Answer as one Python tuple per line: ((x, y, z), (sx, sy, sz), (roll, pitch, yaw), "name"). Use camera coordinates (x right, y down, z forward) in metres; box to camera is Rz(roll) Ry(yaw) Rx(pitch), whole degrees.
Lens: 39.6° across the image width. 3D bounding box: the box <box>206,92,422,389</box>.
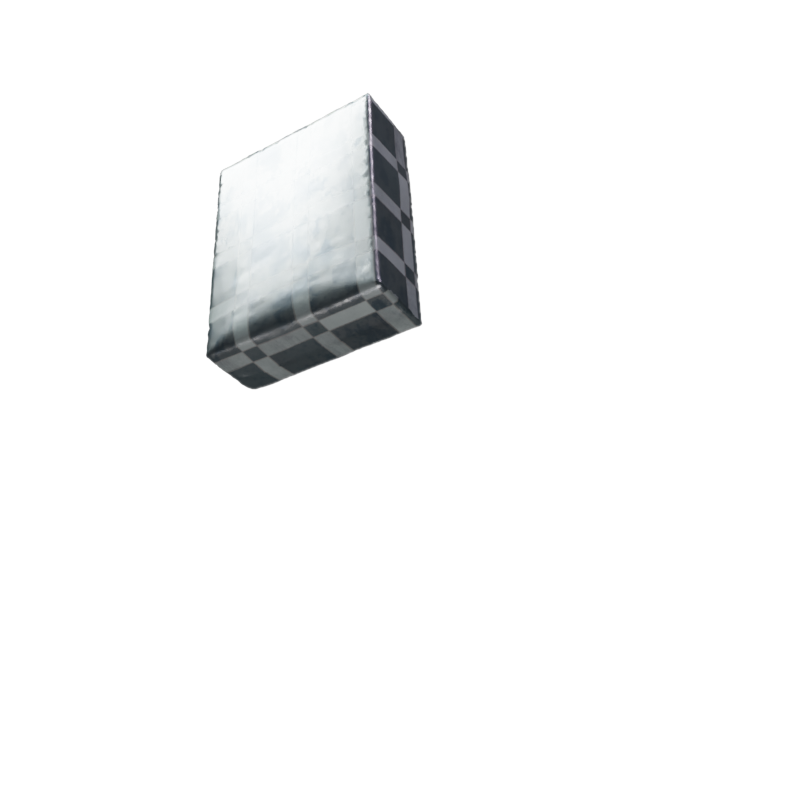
((-0.072, -0.132, 0.925), (0.165, 0.229, 0.066), (-23, -43, 23), "box")
